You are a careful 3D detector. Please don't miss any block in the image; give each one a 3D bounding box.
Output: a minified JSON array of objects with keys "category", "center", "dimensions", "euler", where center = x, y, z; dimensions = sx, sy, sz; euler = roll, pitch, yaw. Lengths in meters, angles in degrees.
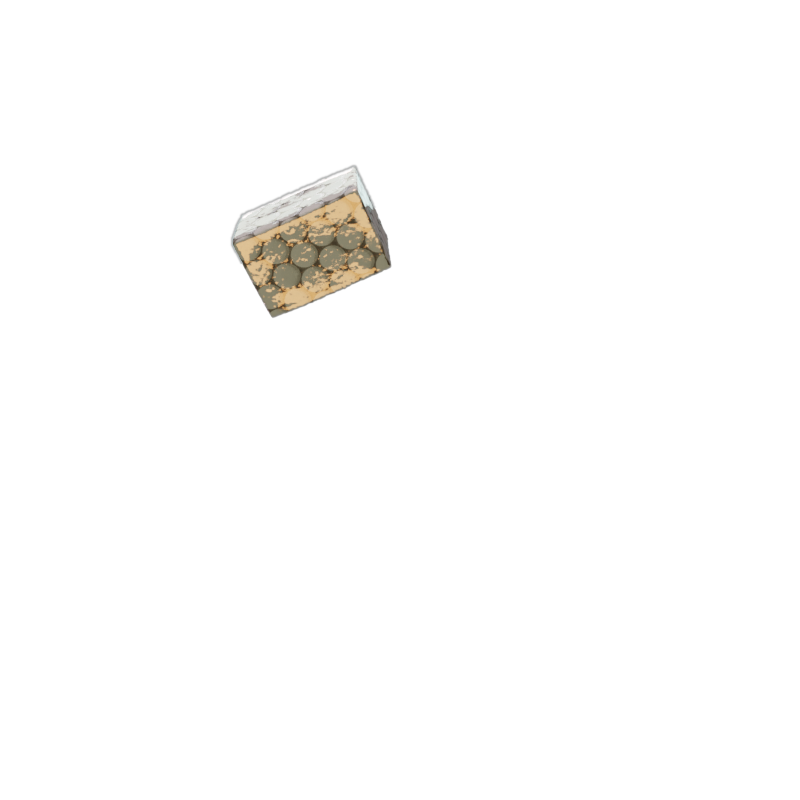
[{"category":"block","center":[-0.050,-0.092,0.644],"dimensions":[0.078,0.050,0.054],"euler":[-22,22,7]}]
